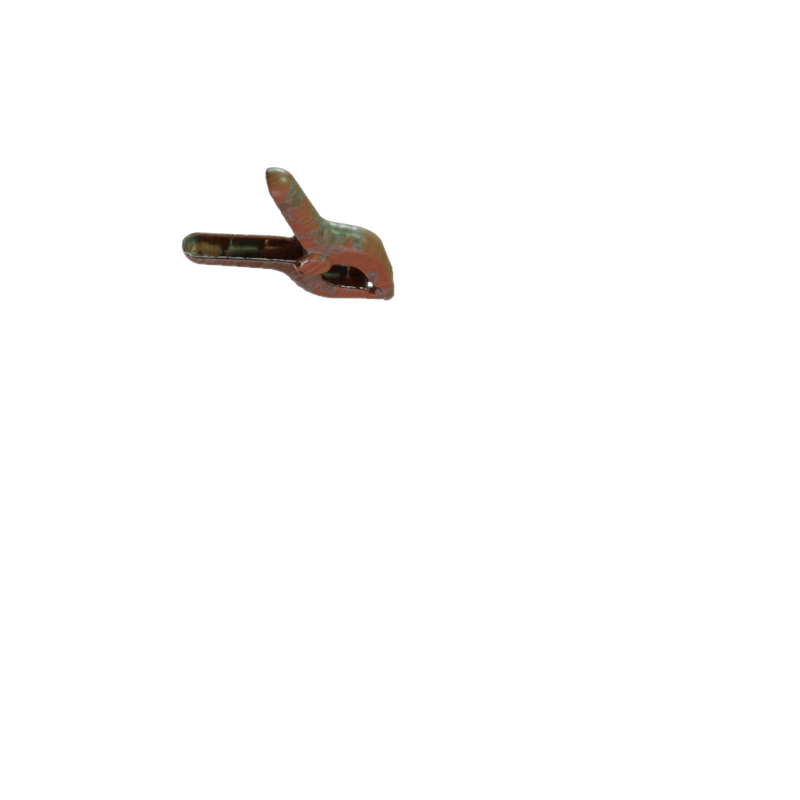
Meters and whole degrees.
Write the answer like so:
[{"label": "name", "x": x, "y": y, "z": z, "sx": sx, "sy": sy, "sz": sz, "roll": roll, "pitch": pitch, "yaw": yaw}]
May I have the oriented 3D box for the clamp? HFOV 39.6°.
[{"label": "clamp", "x": -0.066, "y": -0.120, "z": 0.840, "sx": 0.164, "sy": 0.041, "sz": 0.119, "roll": 13, "pitch": -26, "yaw": -29}]
